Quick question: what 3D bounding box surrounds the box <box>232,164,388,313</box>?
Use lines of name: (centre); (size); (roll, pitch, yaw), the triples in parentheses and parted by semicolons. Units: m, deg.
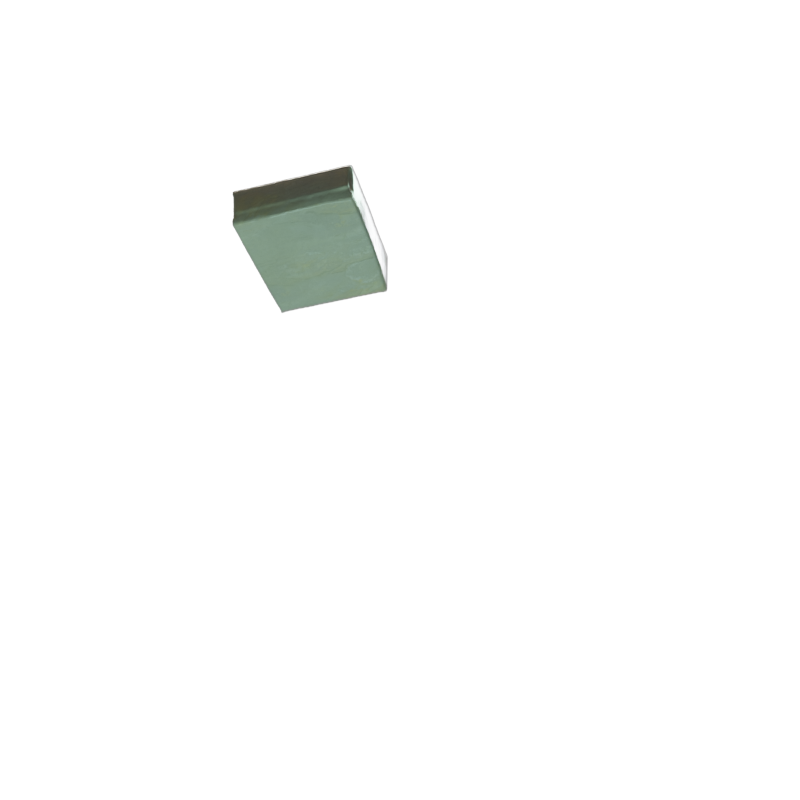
box: (-0.064, -0.117, 0.819); (0.091, 0.042, 0.105); (-10, -39, 11)
